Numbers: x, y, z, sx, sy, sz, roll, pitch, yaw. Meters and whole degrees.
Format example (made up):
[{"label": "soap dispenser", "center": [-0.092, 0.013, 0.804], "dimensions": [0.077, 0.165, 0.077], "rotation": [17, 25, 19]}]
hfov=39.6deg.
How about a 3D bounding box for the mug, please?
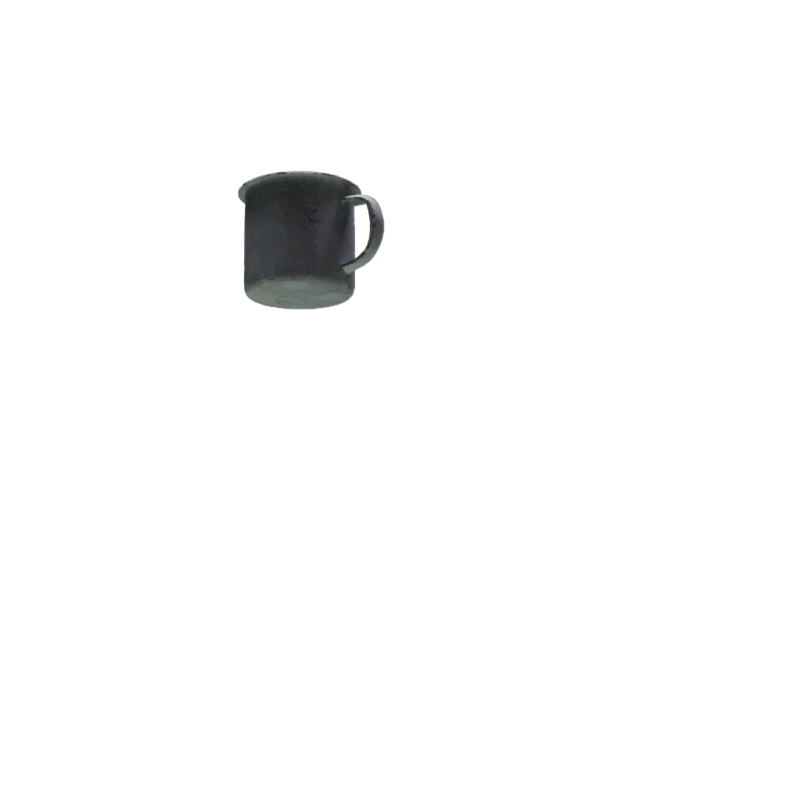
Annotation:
[{"label": "mug", "center": [-0.064, -0.116, 0.813], "dimensions": [0.120, 0.085, 0.088], "rotation": [-8, -15, 28]}]
